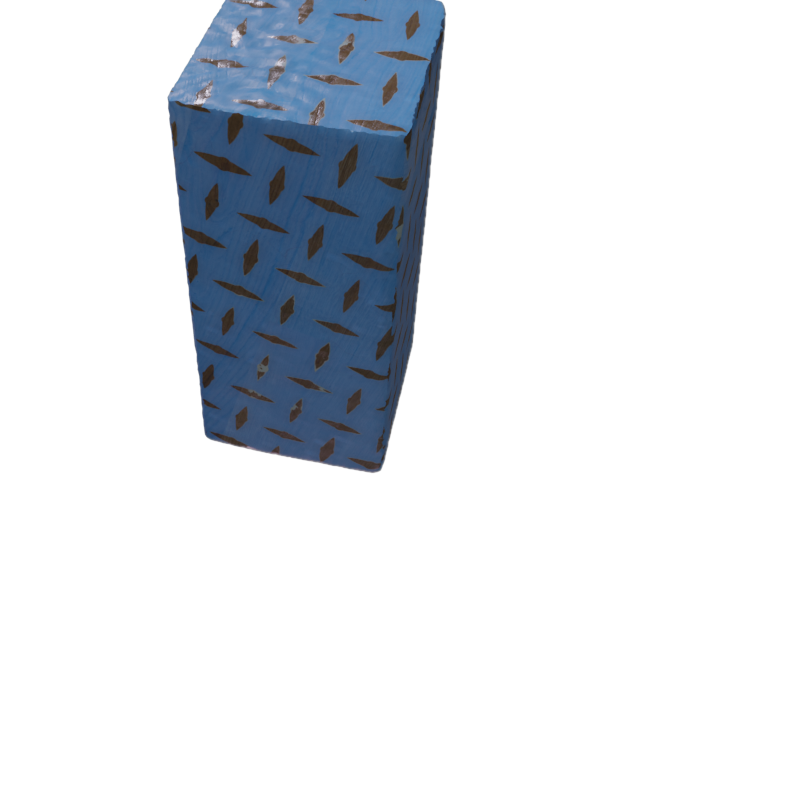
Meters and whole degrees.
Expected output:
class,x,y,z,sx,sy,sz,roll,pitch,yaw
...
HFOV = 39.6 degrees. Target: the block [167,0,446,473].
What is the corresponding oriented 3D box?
class,x,y,z,sx,sy,sz,roll,pitch,yaw
block,-0.038,-0.070,0.489,0.091,0.096,0.192,11,-41,6
